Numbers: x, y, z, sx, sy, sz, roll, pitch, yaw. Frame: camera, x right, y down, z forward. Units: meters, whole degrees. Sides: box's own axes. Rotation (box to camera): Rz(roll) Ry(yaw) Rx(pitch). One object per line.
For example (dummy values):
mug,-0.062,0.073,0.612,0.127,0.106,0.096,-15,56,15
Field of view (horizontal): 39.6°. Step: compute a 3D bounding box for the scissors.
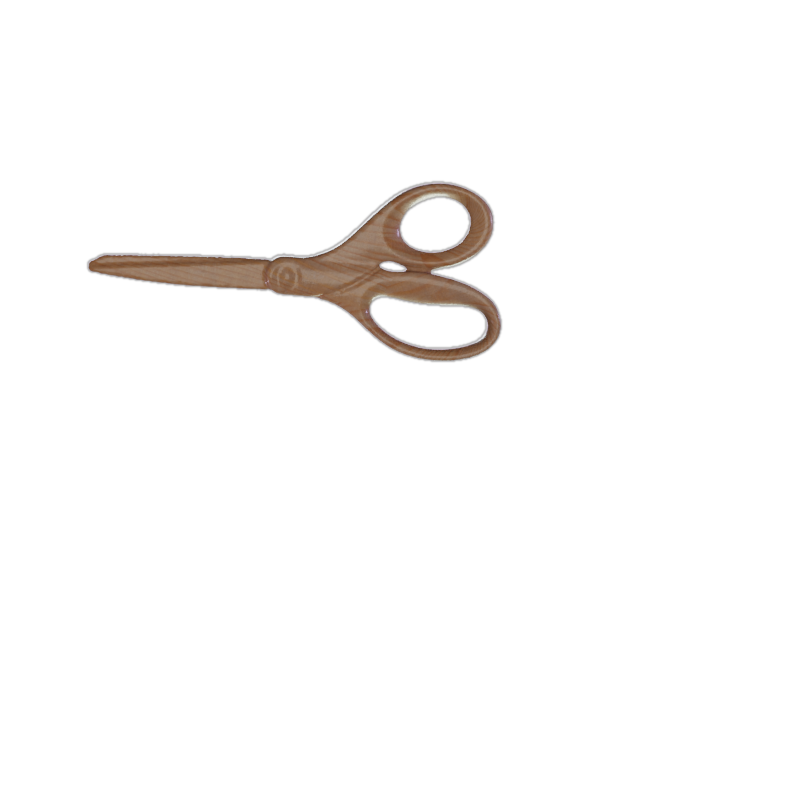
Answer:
scissors,-0.042,-0.077,0.540,0.201,0.095,0.016,18,5,-2
